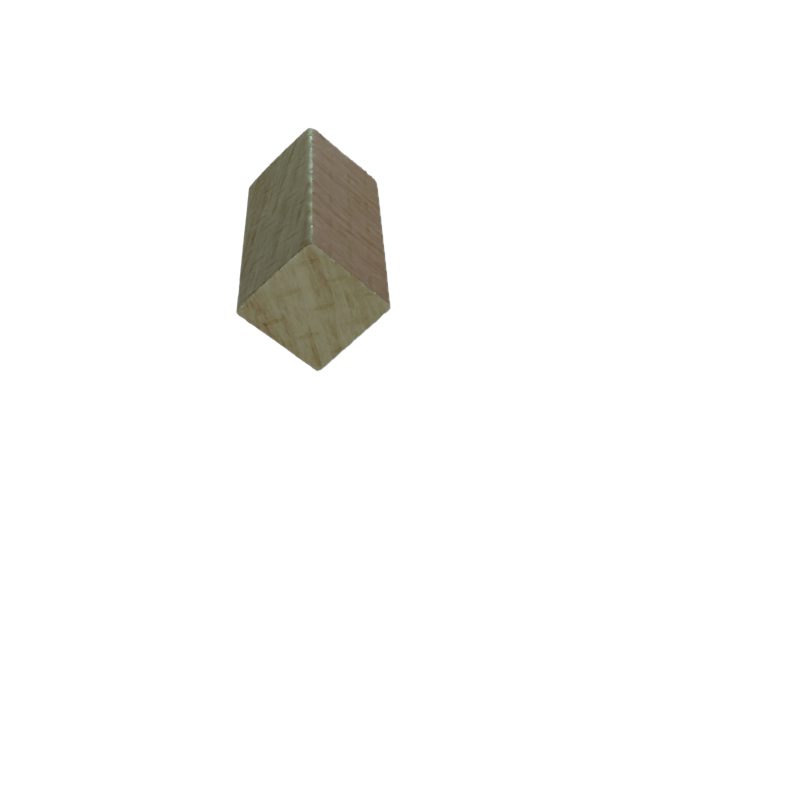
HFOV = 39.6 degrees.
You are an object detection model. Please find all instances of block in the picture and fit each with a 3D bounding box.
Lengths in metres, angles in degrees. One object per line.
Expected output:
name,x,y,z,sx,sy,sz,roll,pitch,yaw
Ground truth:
block,-0.074,-0.137,0.954,0.086,0.089,0.220,37,26,-26
